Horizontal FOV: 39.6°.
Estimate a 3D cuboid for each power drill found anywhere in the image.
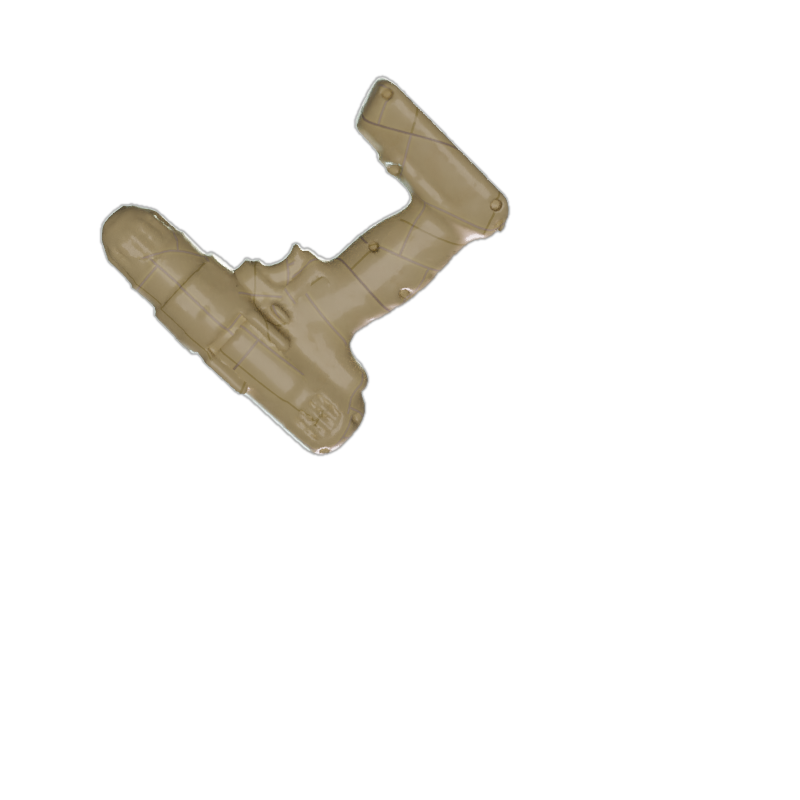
[{"bbox_3d":[-0.049,-0.089,0.621,0.181,0.186,0.059,44,7,-8],"label":"power drill"}]
